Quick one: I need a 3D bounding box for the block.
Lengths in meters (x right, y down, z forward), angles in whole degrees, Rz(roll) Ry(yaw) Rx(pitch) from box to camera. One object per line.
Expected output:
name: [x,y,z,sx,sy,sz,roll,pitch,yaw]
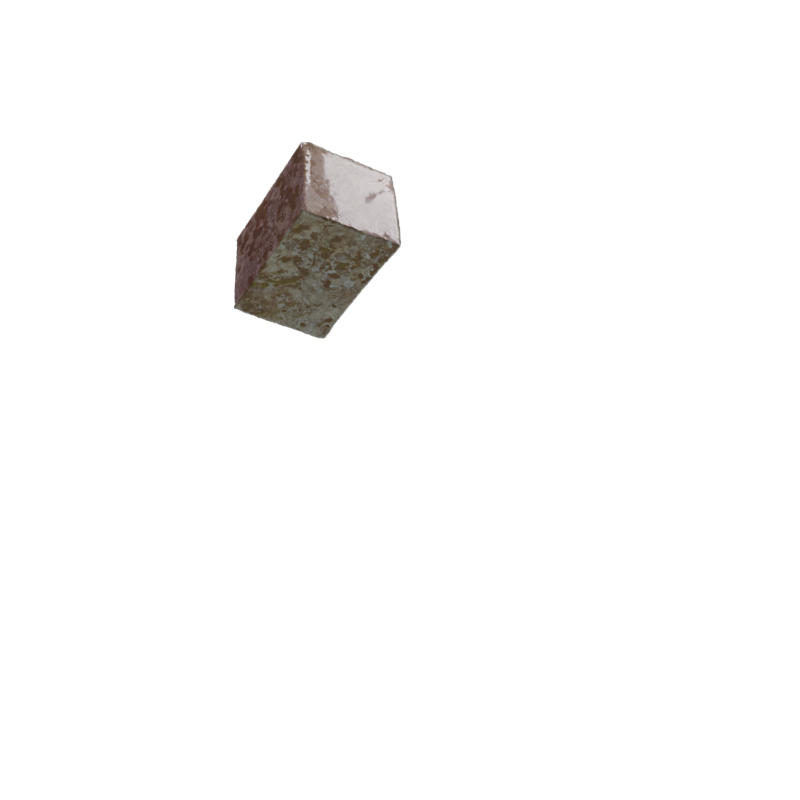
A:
block: [-0.043,-0.078,0.544,0.050,0.055,0.076,20,-45,-24]
